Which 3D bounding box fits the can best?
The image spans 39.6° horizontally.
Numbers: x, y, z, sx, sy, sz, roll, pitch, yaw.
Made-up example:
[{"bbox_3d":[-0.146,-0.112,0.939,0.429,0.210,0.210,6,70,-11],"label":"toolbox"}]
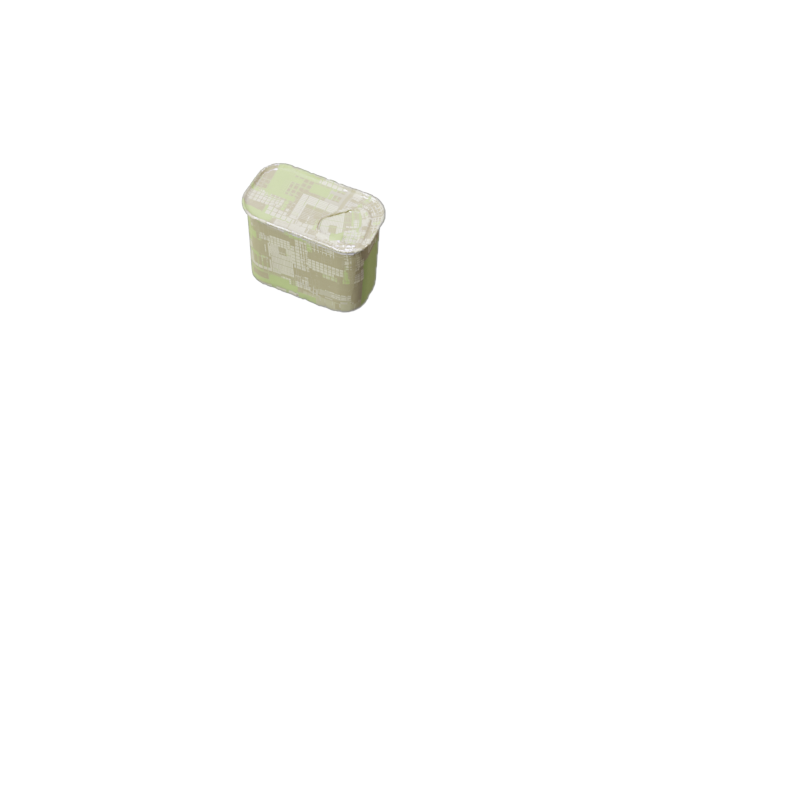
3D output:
[{"bbox_3d":[-0.065,-0.118,0.828,0.105,0.060,0.078,22,-32,13],"label":"can"}]
